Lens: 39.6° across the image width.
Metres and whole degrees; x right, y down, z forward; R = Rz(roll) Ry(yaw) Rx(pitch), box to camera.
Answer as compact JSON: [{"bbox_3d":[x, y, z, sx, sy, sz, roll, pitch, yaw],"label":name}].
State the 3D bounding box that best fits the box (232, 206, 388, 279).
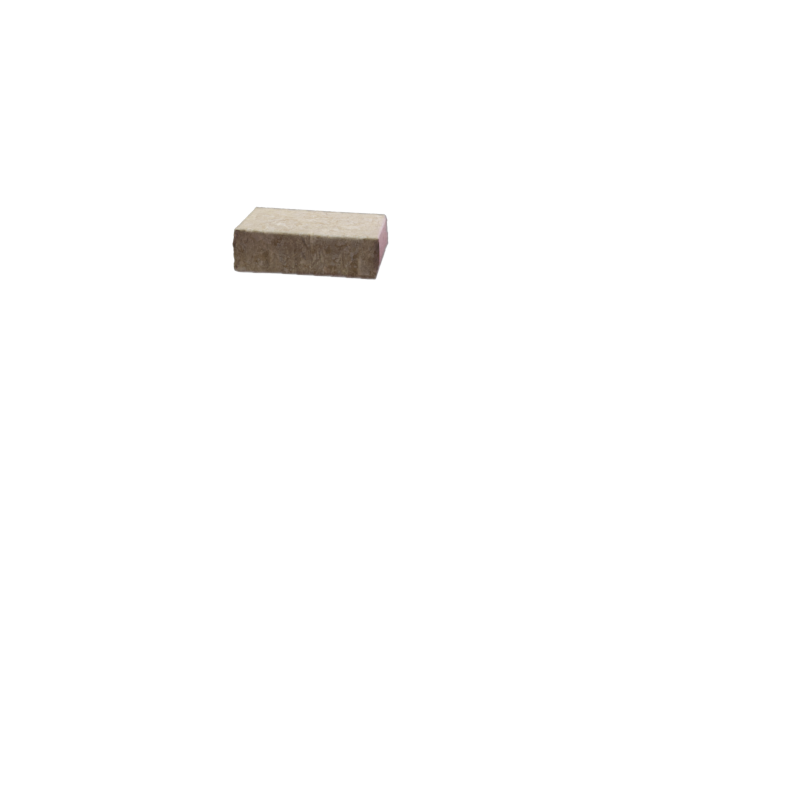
[{"bbox_3d":[-0.069,-0.125,0.876,0.114,0.038,0.092,2,18,5],"label":"box"}]
